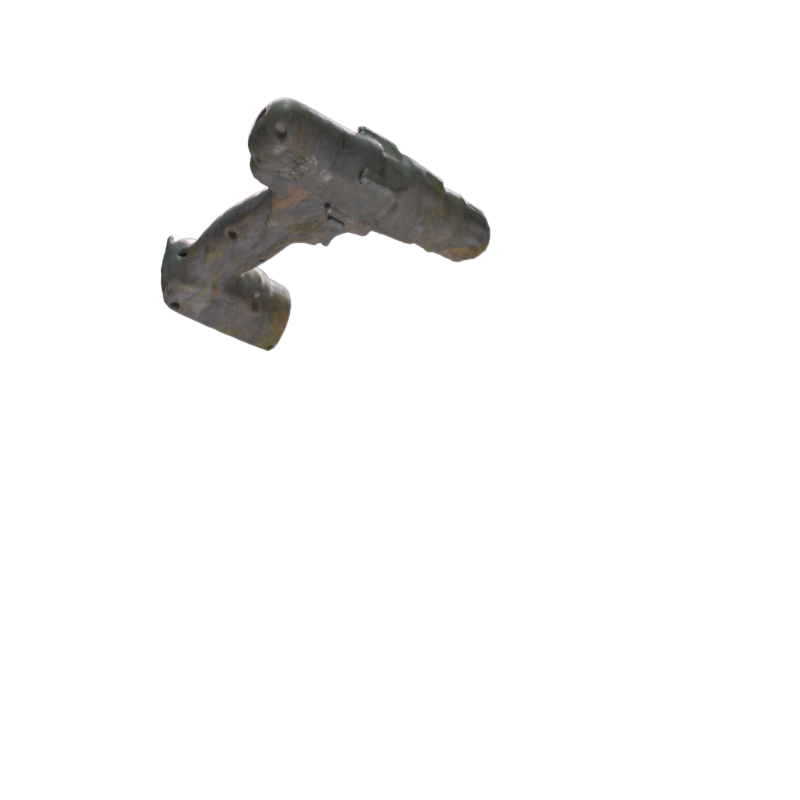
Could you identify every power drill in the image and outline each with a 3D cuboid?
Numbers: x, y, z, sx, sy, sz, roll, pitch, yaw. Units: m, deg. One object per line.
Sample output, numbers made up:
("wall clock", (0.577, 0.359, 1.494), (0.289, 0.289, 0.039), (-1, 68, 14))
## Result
("power drill", (-0.058, -0.107, 0.746), (0.174, 0.062, 0.185), (27, -46, -30))
